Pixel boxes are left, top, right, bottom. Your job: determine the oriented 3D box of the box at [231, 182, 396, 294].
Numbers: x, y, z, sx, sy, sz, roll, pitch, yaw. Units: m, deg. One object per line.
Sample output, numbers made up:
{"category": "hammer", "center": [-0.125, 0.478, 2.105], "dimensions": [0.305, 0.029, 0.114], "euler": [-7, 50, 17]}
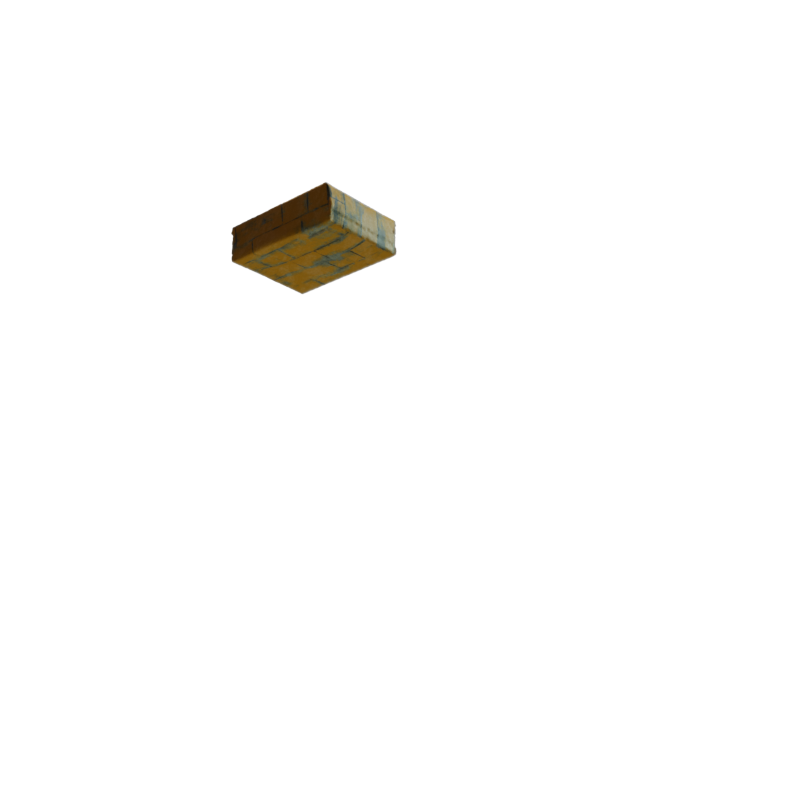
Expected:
{"category": "box", "center": [-0.074, -0.134, 0.939], "dimensions": [0.115, 0.041, 0.084], "euler": [-16, -26, 37]}
